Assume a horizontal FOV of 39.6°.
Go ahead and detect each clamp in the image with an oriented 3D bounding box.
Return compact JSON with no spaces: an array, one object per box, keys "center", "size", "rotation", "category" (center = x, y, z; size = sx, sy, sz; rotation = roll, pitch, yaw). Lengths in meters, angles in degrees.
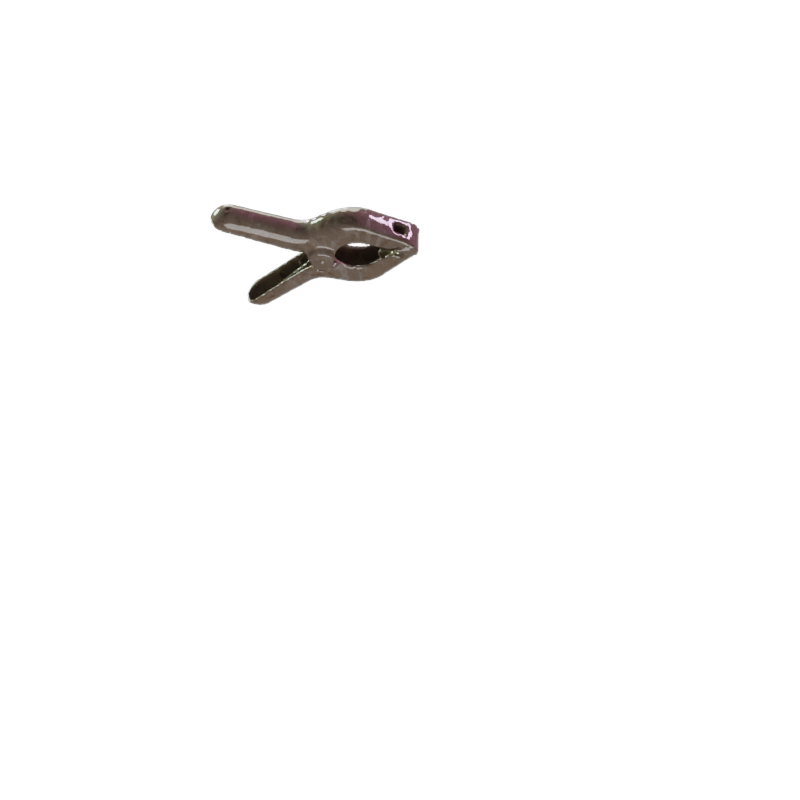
[{"center":[-0.073,-0.134,0.936],"size":[0.174,0.042,0.111],"rotation":[-11,-32,18],"category":"clamp"}]
